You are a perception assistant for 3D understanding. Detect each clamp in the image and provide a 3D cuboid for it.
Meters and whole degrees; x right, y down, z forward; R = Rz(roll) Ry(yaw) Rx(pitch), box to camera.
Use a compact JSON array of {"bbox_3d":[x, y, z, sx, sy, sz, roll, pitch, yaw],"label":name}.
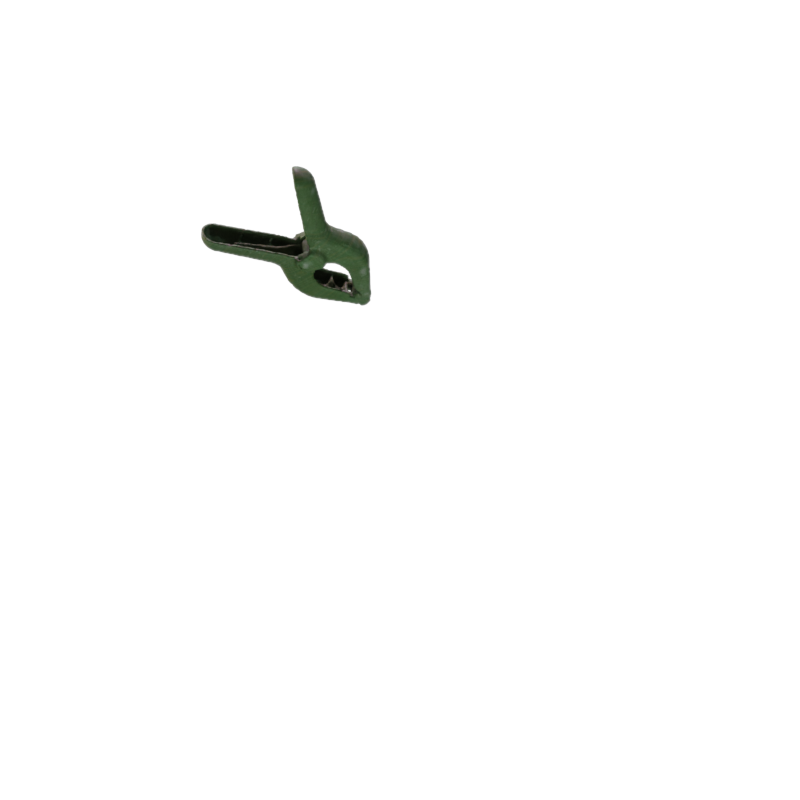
[{"bbox_3d":[-0.077,-0.141,0.988,0.161,0.042,0.119,25,-40,-35],"label":"clamp"}]
